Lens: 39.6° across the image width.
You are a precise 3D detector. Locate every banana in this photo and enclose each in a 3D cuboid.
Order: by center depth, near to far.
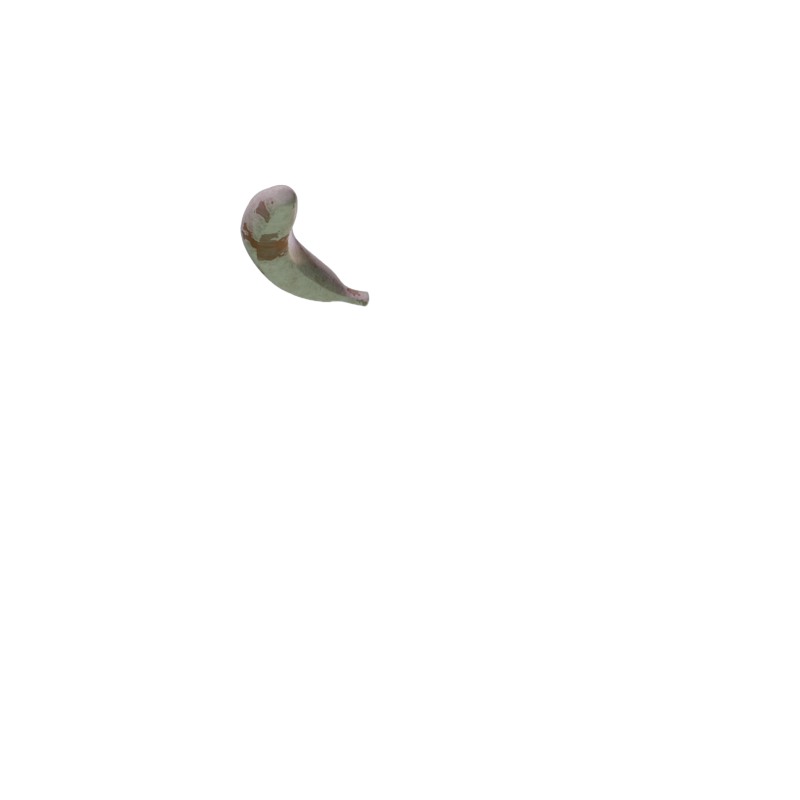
[{"bbox_3d":[-0.081,-0.114,0.821,0.071,0.038,0.186,-5,-17,15],"label":"banana"}]
